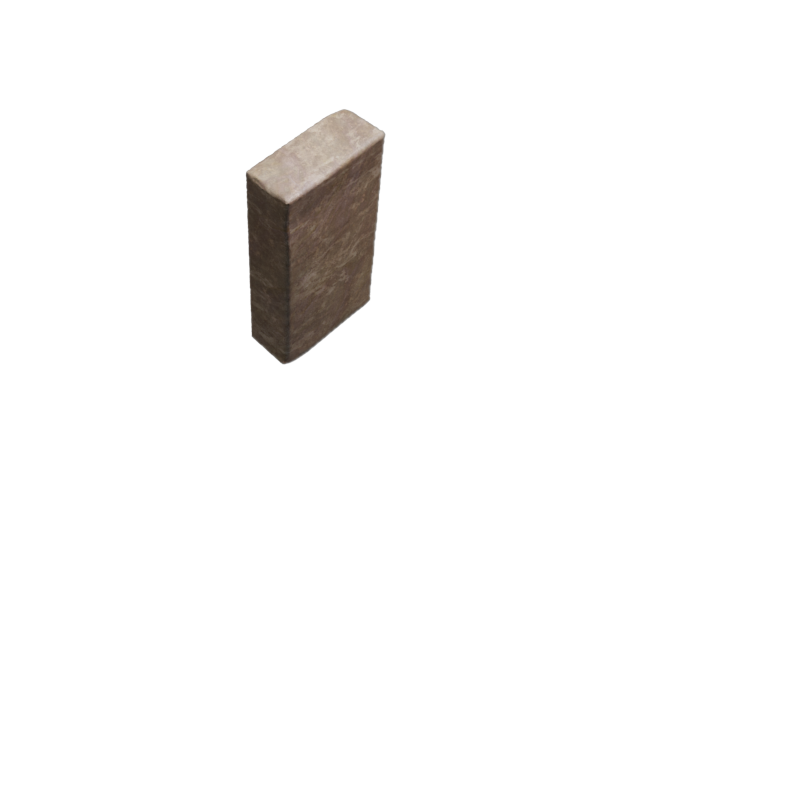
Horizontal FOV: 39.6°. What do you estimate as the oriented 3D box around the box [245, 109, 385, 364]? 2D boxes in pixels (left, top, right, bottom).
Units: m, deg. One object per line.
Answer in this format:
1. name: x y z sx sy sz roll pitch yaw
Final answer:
1. box: -0.060 -0.110 0.769 0.051 0.164 0.094 36 58 23
